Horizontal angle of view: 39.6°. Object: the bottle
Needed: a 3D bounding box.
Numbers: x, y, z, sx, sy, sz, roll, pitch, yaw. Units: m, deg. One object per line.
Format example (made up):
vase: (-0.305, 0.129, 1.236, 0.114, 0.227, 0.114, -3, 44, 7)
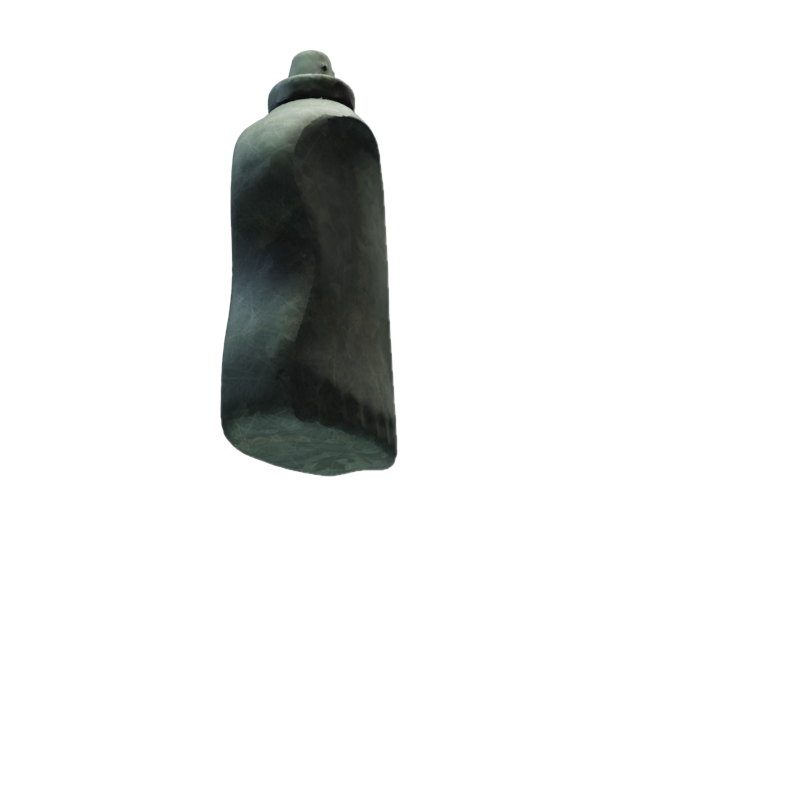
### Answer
bottle: (-0.039, -0.070, 0.490, 0.059, 0.202, 0.090, -14, -25, 27)
